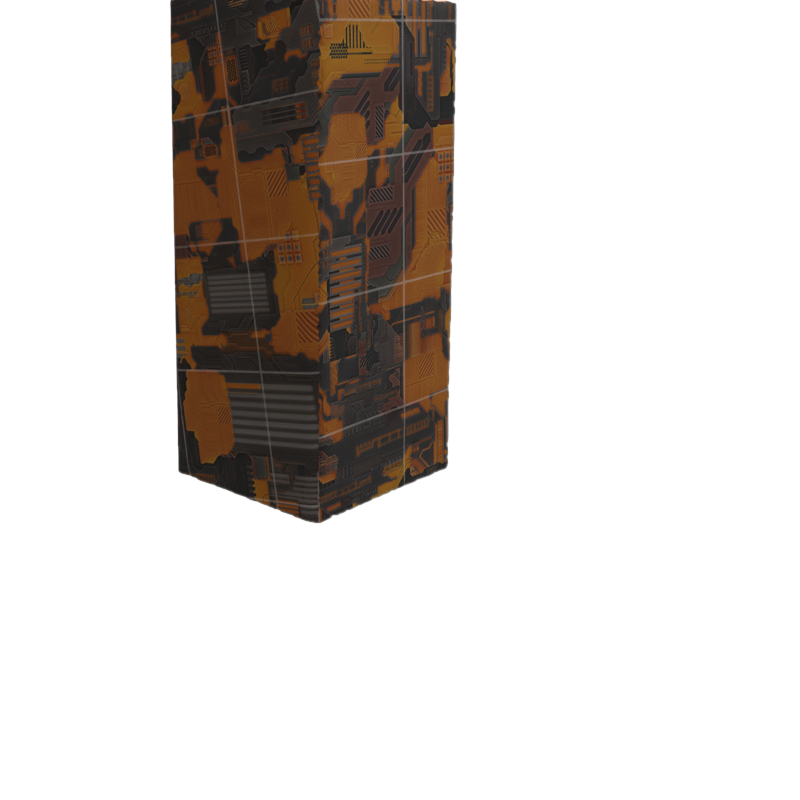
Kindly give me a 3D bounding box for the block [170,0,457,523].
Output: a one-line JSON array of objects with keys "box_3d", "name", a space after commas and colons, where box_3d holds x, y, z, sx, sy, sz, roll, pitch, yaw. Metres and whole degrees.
[{"box_3d": [-0.038, -0.069, 0.482, 0.095, 0.201, 0.088, 10, 14, 39], "name": "block"}]
